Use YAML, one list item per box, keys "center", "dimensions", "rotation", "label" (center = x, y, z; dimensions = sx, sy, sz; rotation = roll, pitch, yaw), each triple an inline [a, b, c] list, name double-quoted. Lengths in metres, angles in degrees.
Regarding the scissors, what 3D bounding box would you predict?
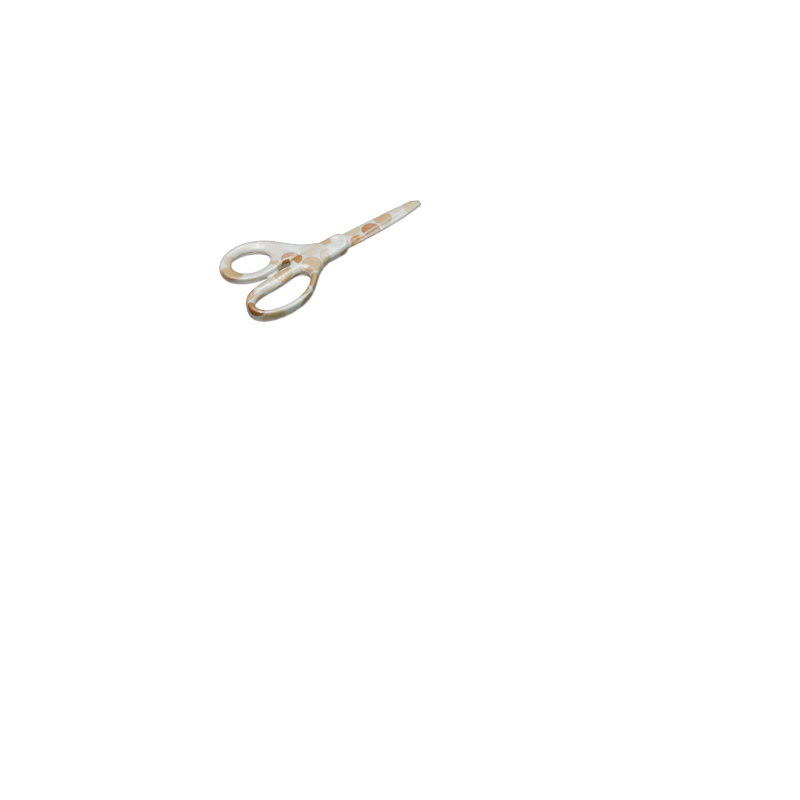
- center: [-0.076, -0.138, 0.967]
  dimensions: [0.101, 0.015, 0.206]
  rotation: [26, 51, 23]
  label: "scissors"
